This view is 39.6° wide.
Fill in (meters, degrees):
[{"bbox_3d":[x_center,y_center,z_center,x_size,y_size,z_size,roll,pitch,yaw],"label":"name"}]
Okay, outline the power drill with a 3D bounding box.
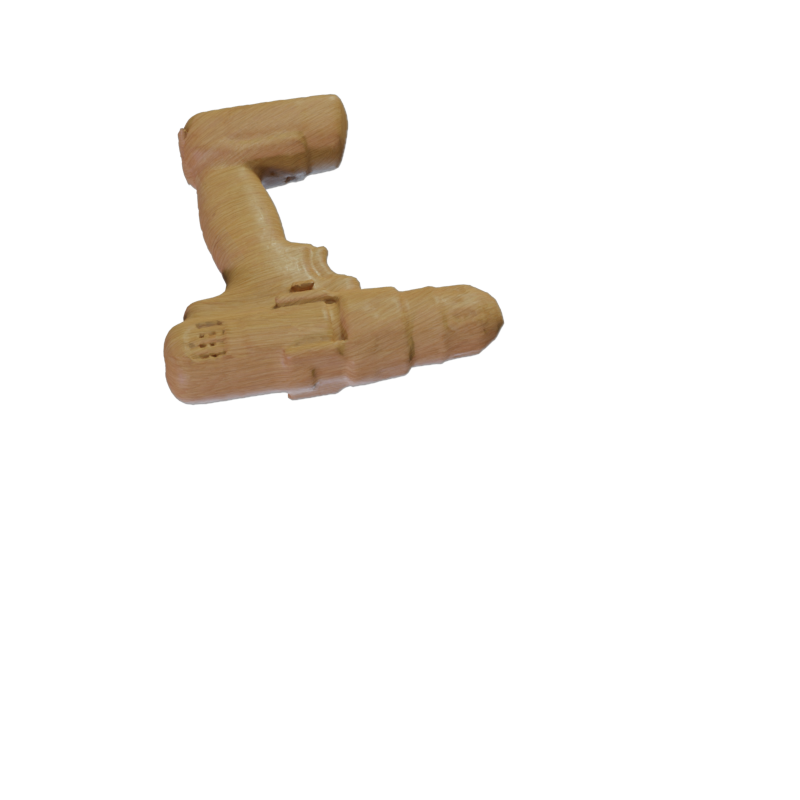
[{"bbox_3d":[-0.050,-0.091,0.638,0.183,0.202,0.054,-9,-35,-7],"label":"power drill"}]
